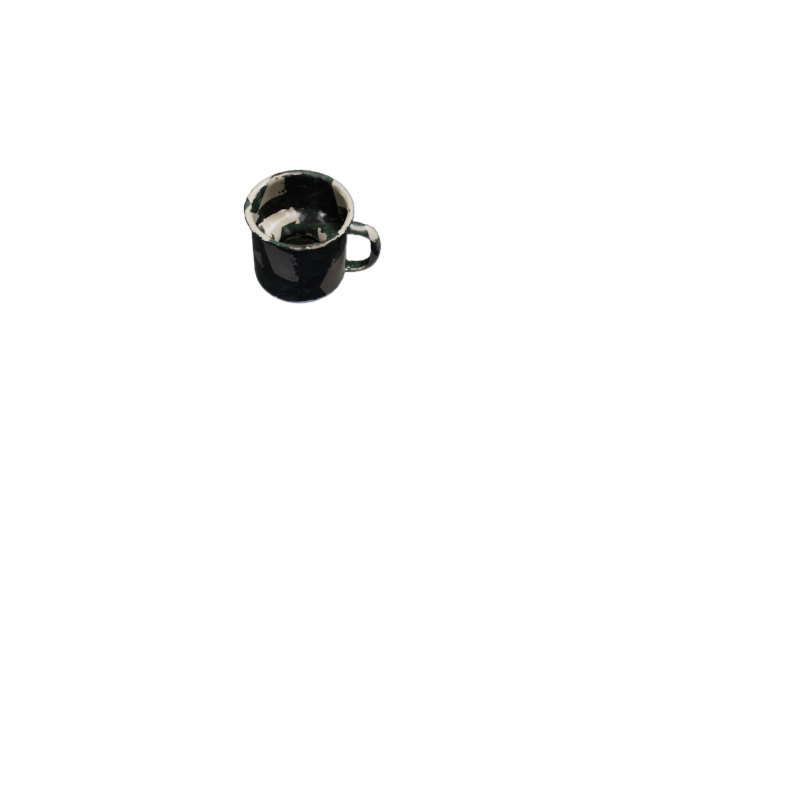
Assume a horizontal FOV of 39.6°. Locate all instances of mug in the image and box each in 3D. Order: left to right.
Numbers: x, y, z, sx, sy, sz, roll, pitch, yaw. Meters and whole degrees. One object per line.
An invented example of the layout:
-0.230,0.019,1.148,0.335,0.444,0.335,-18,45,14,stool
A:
-0.075,-0.136,0.956,0.118,0.099,0.076,6,-38,3,mug
